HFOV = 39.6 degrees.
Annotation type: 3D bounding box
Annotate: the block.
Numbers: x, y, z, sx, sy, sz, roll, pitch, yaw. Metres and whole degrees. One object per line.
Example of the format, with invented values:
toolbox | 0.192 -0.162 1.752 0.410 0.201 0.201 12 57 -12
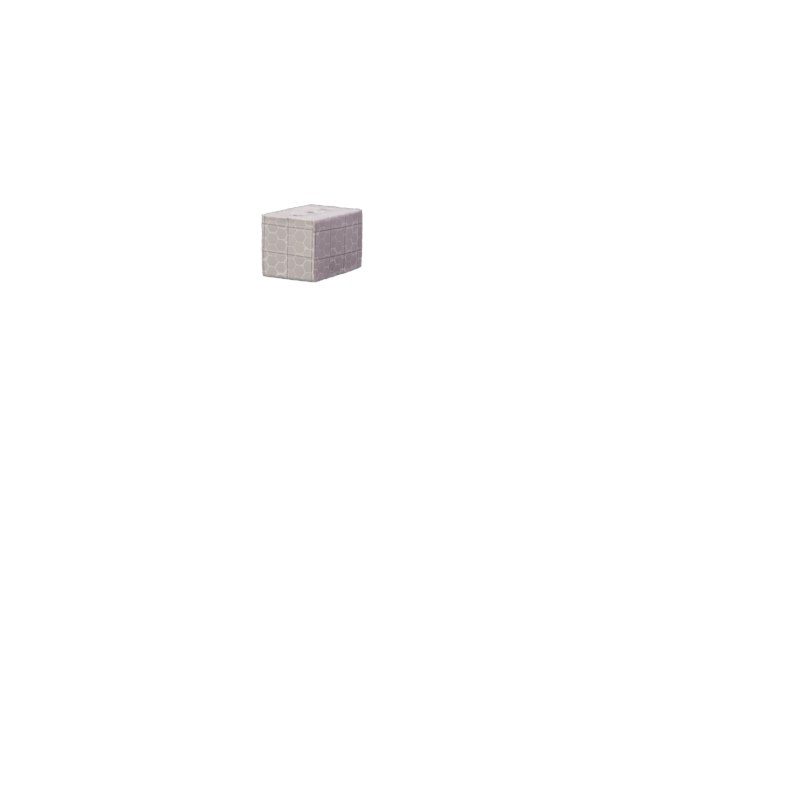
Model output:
block | -0.071 -0.130 0.910 0.055 0.050 0.077 8 17 27
